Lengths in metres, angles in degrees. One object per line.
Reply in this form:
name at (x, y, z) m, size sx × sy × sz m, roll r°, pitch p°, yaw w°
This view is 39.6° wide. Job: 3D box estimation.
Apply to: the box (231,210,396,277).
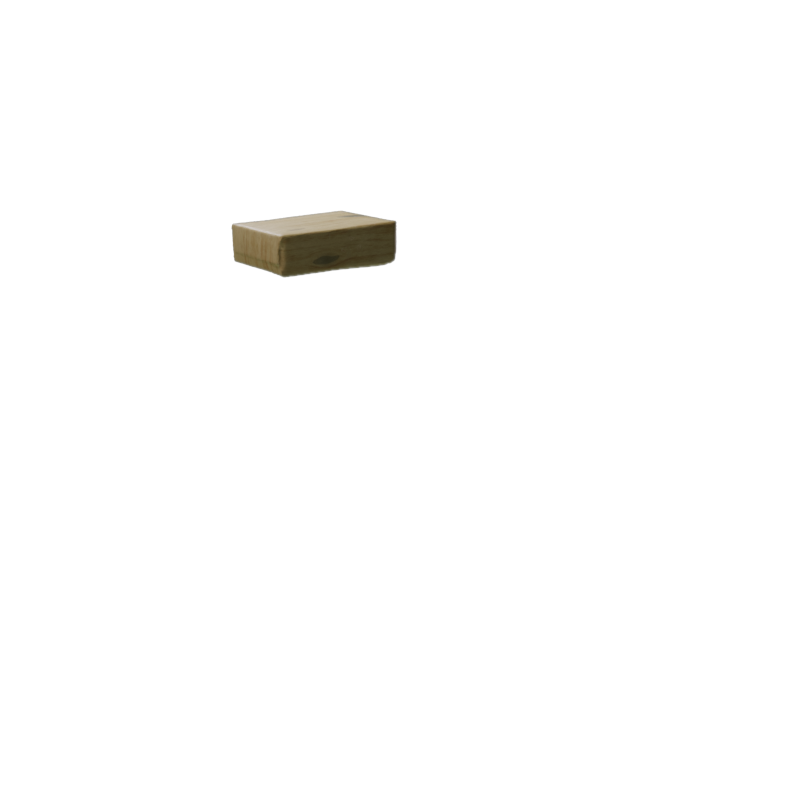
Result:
box at (-0.073, -0.133, 0.932) m, size 0.111 × 0.038 × 0.095 m, roll -10°, pitch 19°, yaw -31°
